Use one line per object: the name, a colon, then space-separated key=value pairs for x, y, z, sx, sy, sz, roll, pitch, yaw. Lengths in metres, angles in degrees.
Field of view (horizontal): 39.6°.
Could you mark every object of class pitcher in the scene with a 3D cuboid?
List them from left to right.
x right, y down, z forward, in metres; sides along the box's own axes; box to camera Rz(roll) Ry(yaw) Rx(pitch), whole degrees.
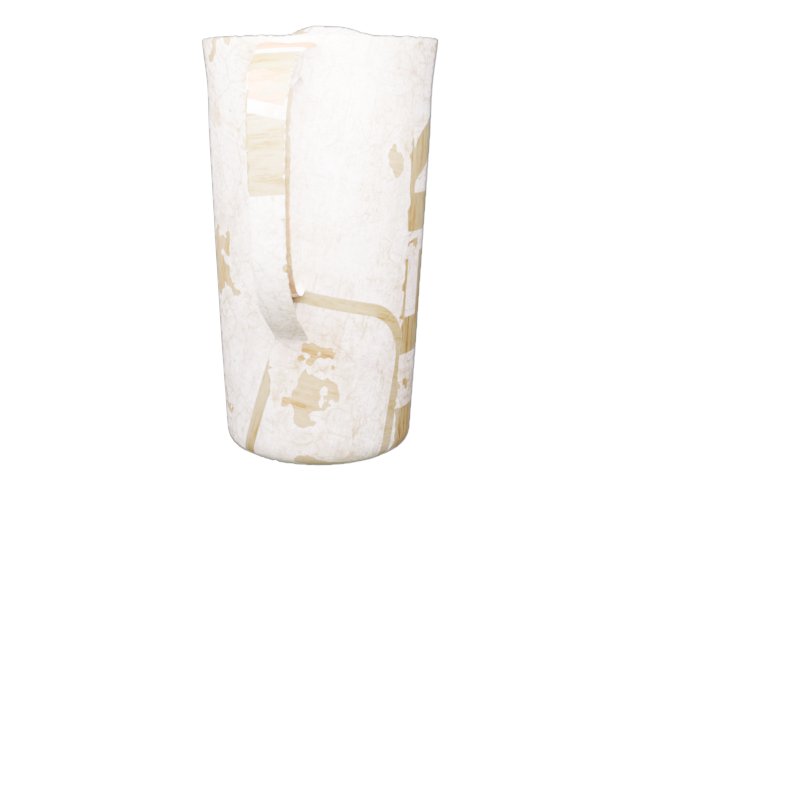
pitcher: x=-0.050 y=-0.090 z=0.633 sx=0.145 sy=0.238 sz=0.152 roll=-6 pitch=11 yaw=-33
